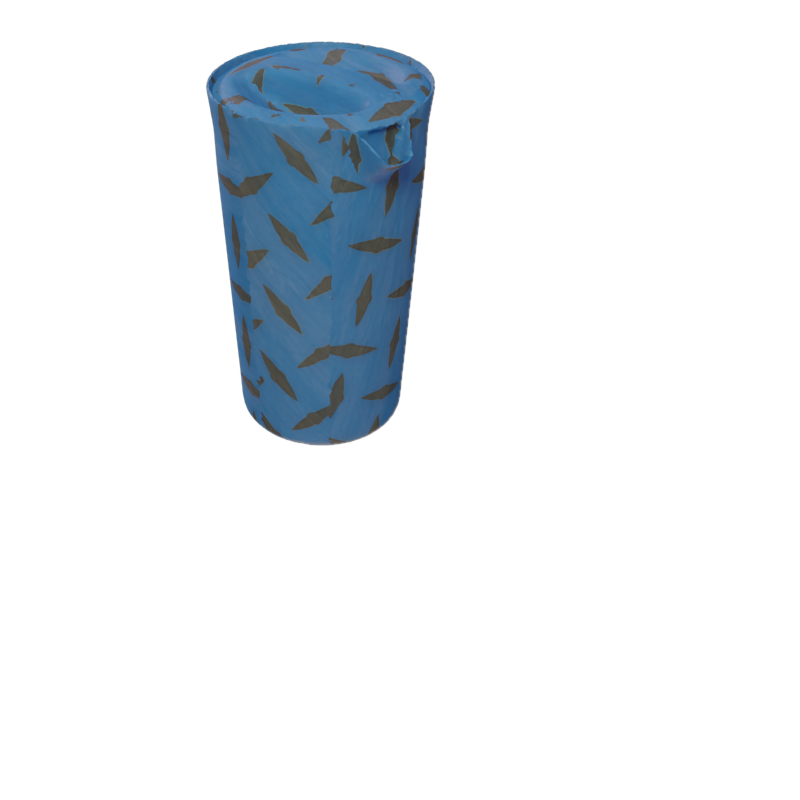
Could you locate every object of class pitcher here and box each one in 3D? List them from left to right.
[{"bbox_3d":[-0.056,-0.101,0.709,0.147,0.228,0.156,8,34,8],"label":"pitcher"}]
